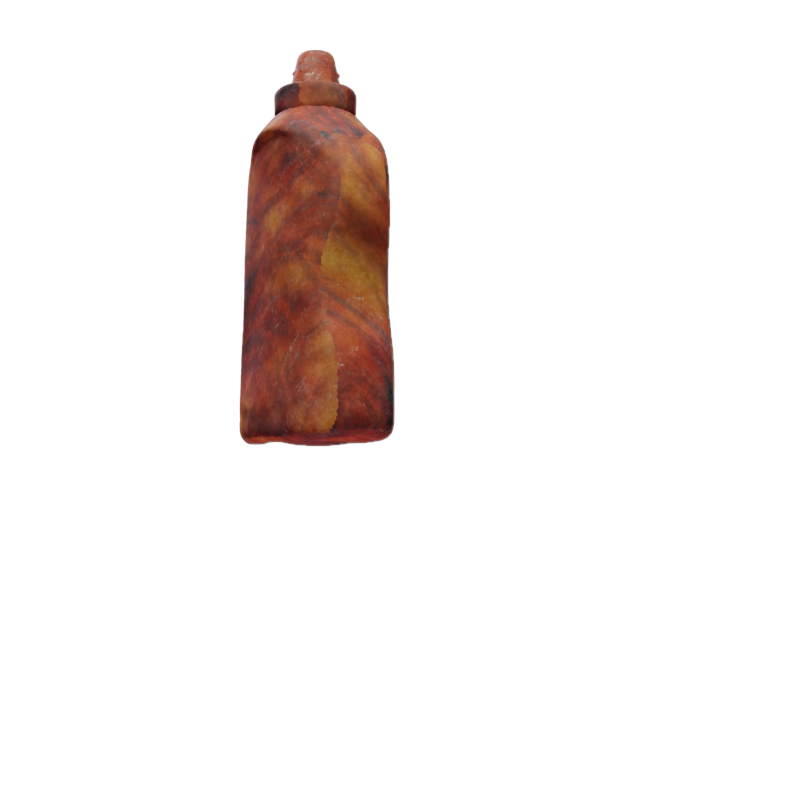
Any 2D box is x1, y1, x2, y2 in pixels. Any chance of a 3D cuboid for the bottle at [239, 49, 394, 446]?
[{"bbox_3d":[-0.041,-0.076,0.535,0.056,0.197,0.097,6,-13,-30],"label":"bottle"}]
